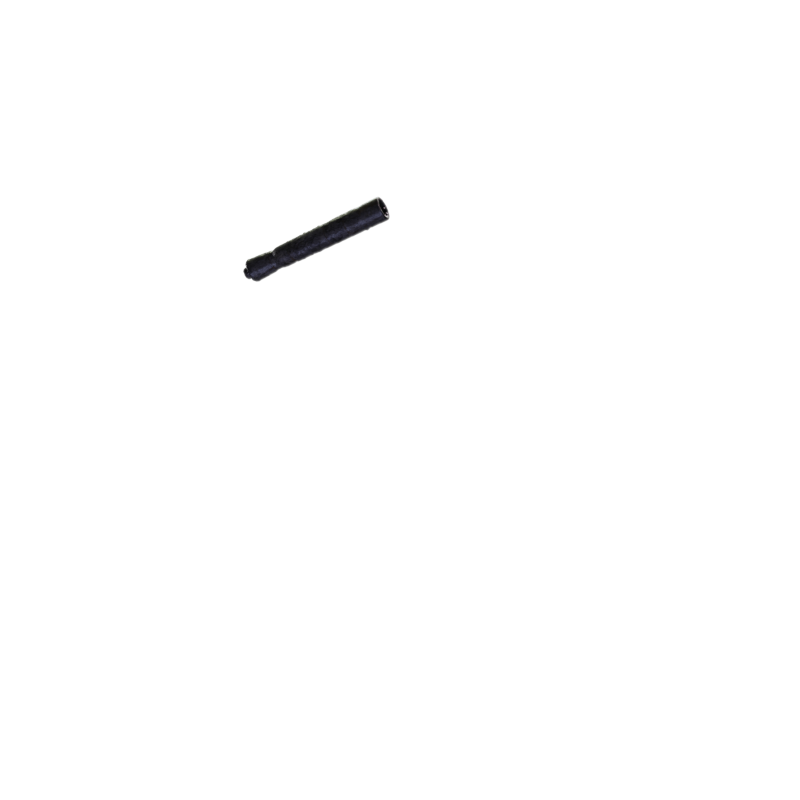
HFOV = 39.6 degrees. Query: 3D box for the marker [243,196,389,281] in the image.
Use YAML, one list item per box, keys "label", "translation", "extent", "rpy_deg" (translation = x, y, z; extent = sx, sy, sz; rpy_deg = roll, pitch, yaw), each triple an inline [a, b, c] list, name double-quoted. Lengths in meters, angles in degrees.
- label: "marker"
  translation: [-0.065, -0.118, 0.828]
  extent: [0.121, 0.020, 0.019]
  rpy_deg: [-23, -4, 20]
